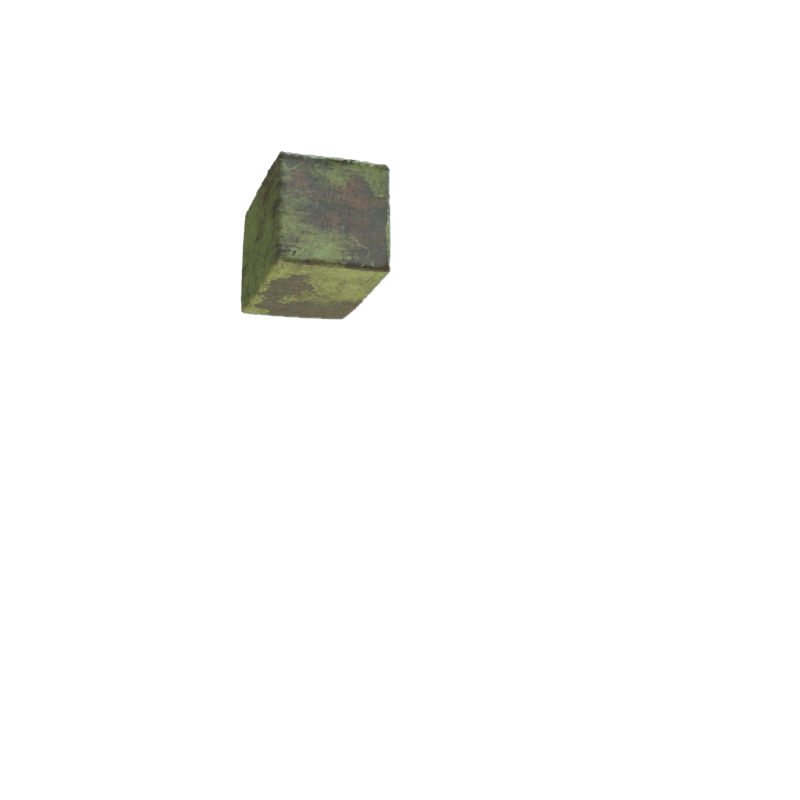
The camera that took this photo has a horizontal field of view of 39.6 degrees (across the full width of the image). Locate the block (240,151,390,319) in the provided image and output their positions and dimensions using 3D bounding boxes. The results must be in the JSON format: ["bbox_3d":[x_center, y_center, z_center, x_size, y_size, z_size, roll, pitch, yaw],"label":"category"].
[{"bbox_3d":[-0.040,-0.073,0.512,0.051,0.053,0.077,5,-17,-18],"label":"block"}]
